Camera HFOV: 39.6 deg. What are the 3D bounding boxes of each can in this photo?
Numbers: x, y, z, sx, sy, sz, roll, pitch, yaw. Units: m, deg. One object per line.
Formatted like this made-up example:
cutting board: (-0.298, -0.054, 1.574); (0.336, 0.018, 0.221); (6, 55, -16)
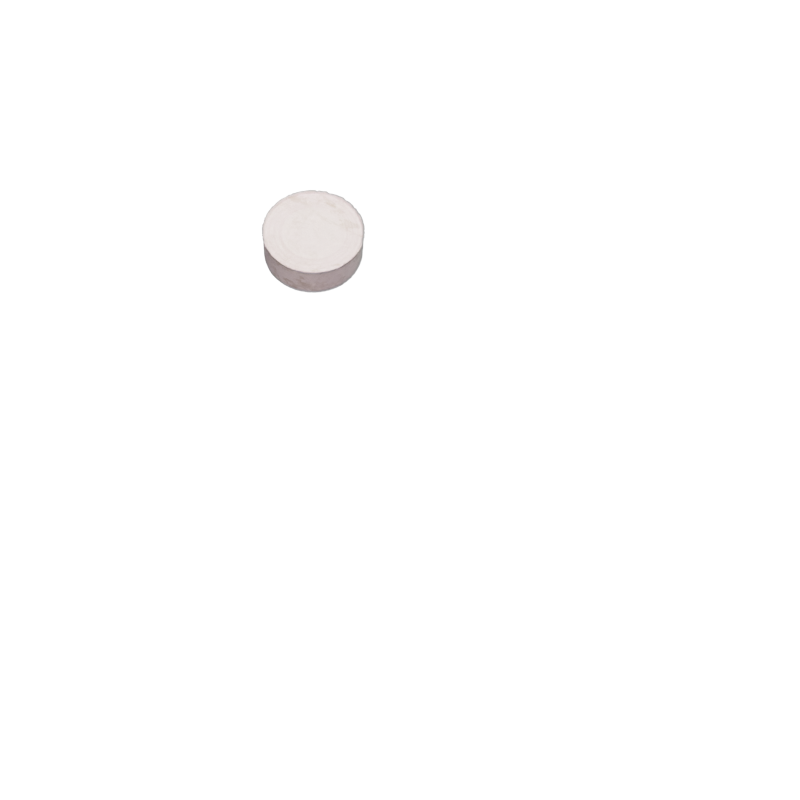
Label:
can: (-0.073, -0.134, 0.936); (0.086, 0.092, 0.031); (-1, -34, -1)
